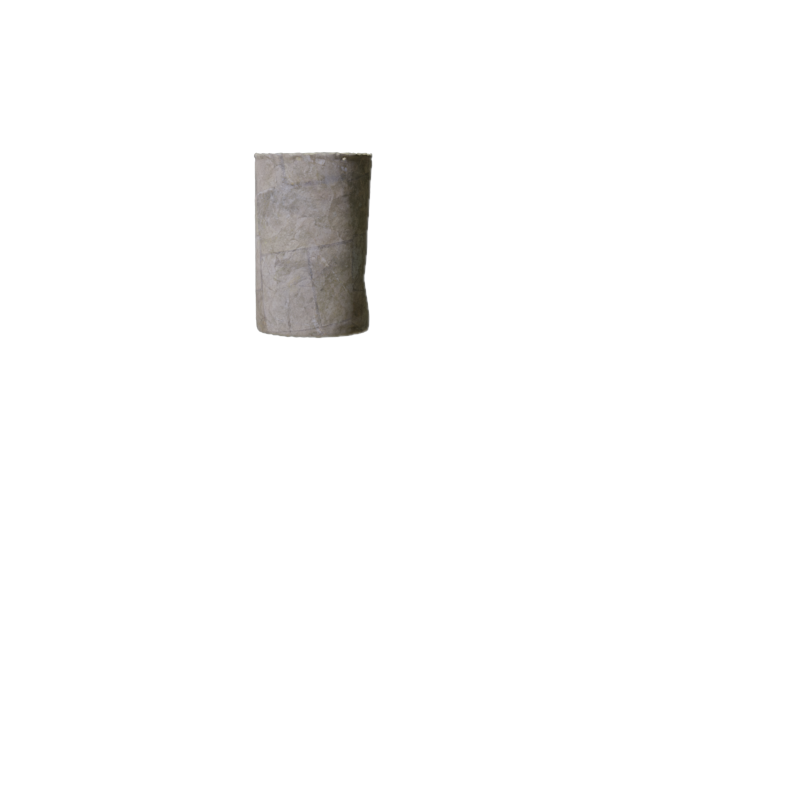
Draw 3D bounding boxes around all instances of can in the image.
[{"bbox_3d":[-0.050,-0.091,0.639,0.068,0.101,0.070,0,7,-2],"label":"can"}]
